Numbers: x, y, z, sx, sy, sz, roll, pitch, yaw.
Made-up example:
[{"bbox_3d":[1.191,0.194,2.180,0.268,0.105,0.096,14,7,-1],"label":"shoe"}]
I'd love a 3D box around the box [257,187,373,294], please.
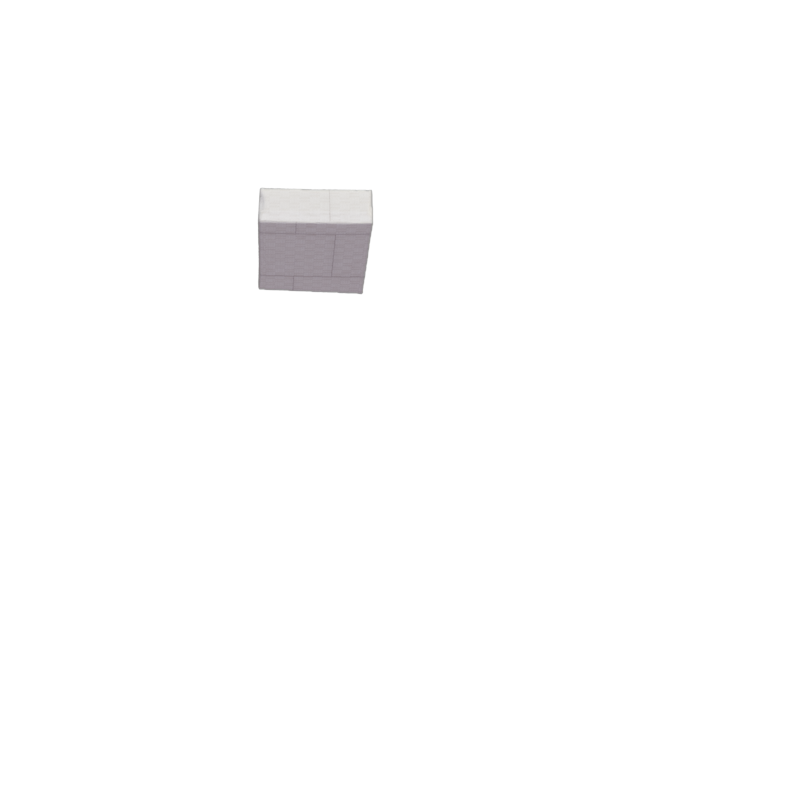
[{"bbox_3d":[-0.058,-0.105,0.739,0.073,0.032,0.084,2,-28,-4],"label":"box"}]
